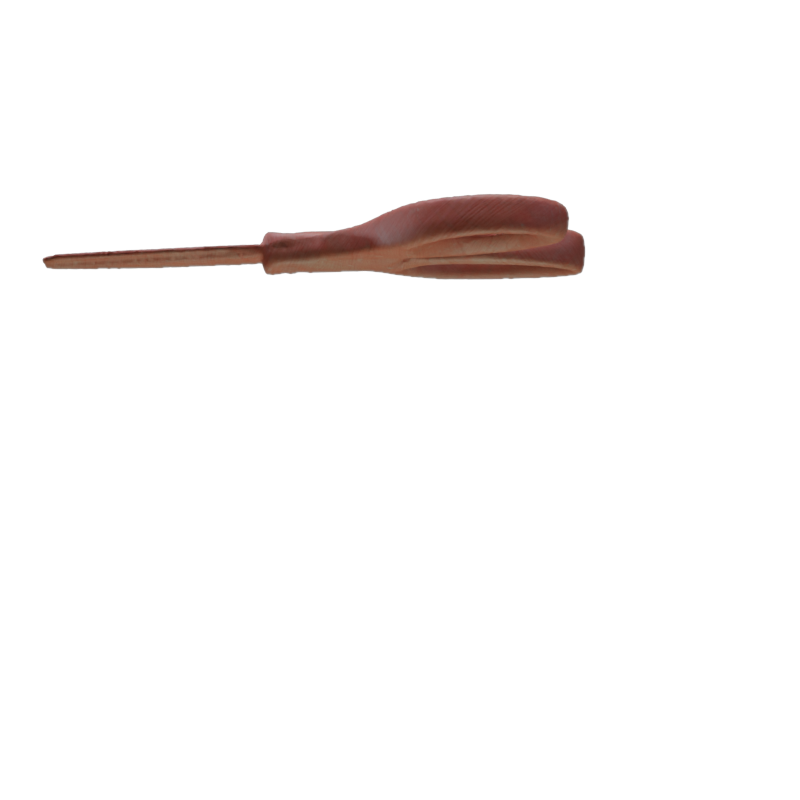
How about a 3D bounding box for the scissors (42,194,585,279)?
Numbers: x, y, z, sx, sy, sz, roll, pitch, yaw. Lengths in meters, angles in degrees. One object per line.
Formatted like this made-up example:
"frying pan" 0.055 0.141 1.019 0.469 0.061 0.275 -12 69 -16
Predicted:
"scissors" -0.030 -0.055 0.388 0.200 0.016 0.095 0 -5 -5
